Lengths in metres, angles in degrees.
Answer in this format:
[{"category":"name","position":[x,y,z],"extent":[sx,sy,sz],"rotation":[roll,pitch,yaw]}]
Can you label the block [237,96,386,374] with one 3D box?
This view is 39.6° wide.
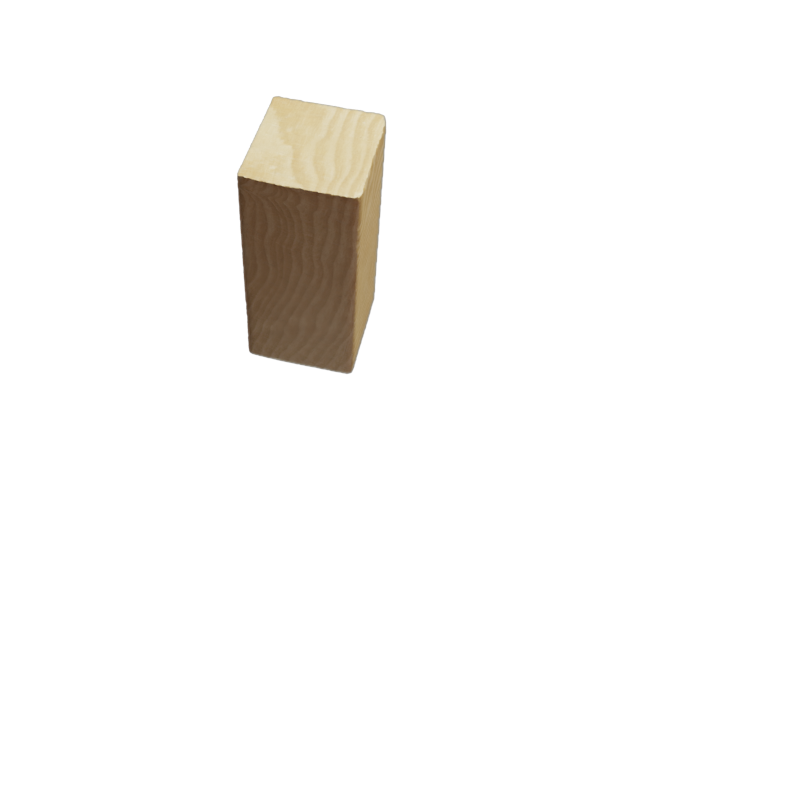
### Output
[{"category":"block","position":[-0.067,-0.123,0.861],"extent":[0.091,0.096,0.192],"rotation":[12,-38,6]}]
